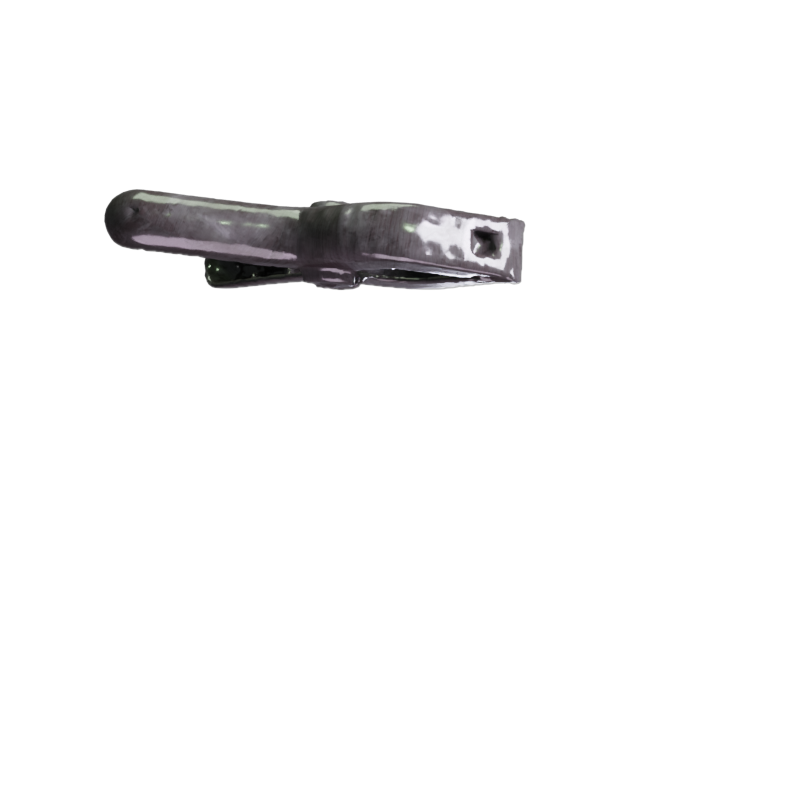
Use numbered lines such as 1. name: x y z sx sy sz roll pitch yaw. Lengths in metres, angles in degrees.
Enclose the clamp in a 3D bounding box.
1. clamp: -0.037 -0.068 0.477 0.176 0.040 0.116 0 1 24
